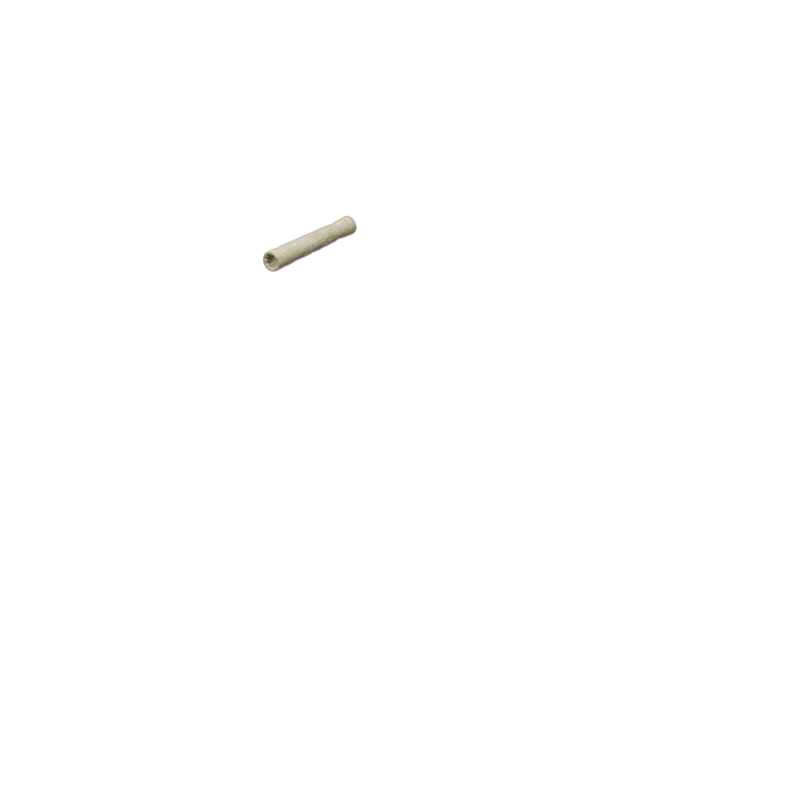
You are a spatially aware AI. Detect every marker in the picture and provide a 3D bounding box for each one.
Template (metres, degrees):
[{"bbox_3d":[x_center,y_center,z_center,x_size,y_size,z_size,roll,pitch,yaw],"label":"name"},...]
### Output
[{"bbox_3d":[-0.078,-0.142,0.993,0.020,0.019,0.121,3,24,36],"label":"marker"}]
